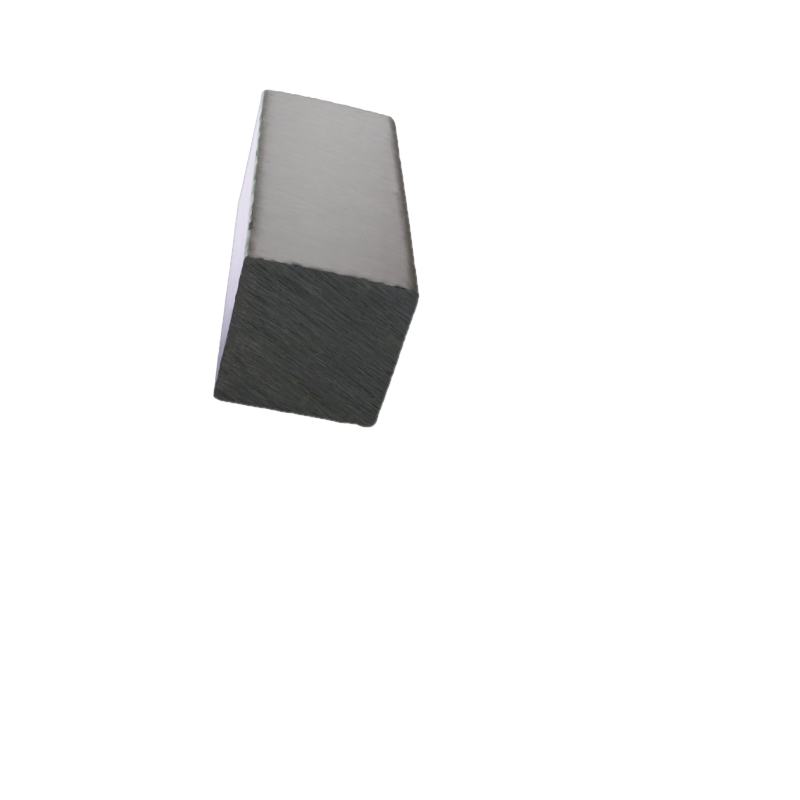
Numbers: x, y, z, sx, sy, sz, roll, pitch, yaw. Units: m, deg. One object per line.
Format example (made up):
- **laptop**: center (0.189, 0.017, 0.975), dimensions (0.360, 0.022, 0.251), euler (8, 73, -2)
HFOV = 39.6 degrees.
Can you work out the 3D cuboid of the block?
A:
- **block**: center (-0.050, -0.092, 0.643), dimensions (0.089, 0.086, 0.220), euler (10, 34, -11)
